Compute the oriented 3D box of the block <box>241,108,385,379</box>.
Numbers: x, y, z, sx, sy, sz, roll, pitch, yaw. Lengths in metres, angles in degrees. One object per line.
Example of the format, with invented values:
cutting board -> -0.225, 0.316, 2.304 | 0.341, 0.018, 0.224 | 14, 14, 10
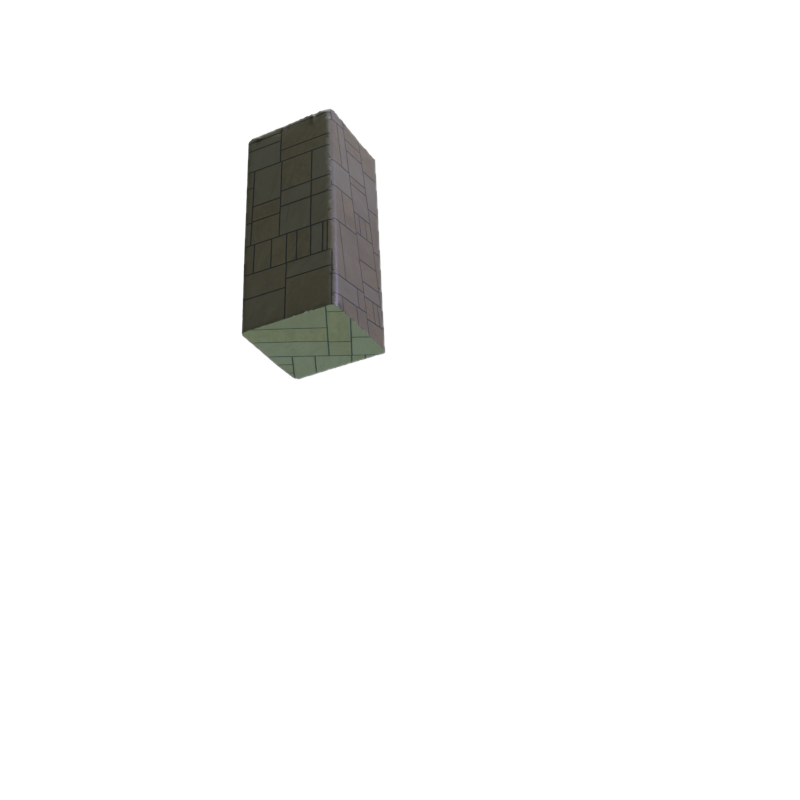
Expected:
block -> -0.076, -0.137, 0.961 | 0.092, 0.220, 0.083 | -18, -36, 23
